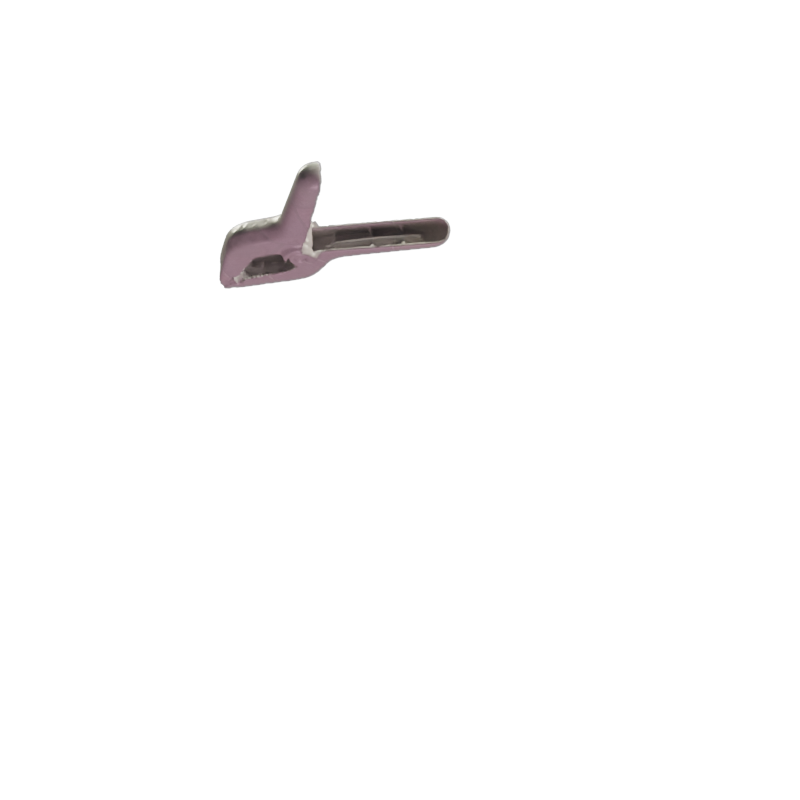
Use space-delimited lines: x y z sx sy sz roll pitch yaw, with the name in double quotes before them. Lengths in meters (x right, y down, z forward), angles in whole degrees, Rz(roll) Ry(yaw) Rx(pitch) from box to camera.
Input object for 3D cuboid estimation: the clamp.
"clamp" -0.074 -0.135 0.946 0.156 0.038 0.211 15 -23 -38
